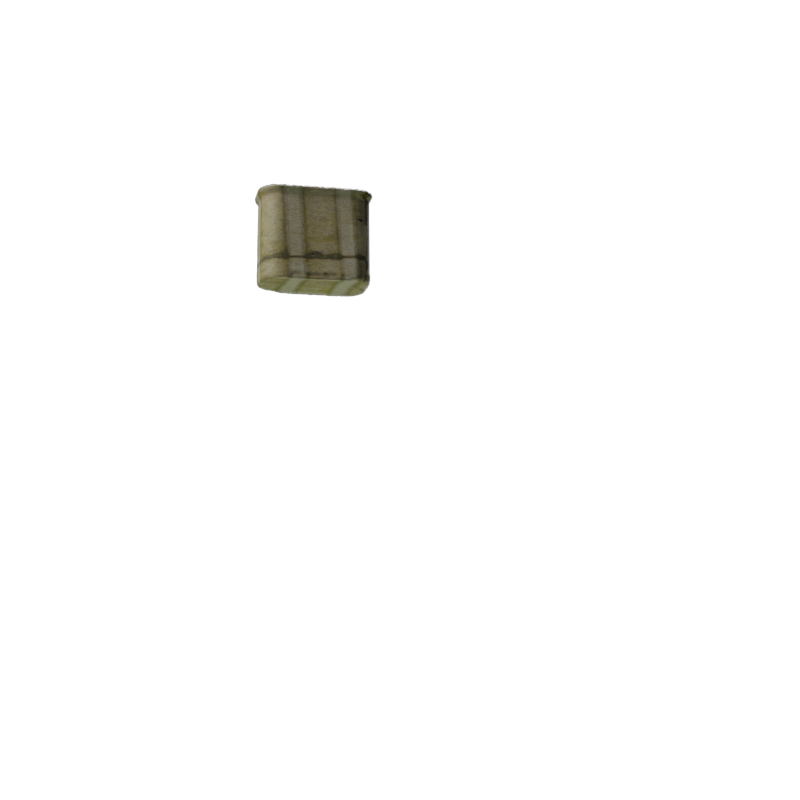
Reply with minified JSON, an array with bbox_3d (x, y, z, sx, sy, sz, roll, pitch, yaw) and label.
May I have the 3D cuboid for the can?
[{"bbox_3d":[-0.076,-0.139,0.971,0.100,0.087,0.056,2,-15,-11],"label":"can"}]
